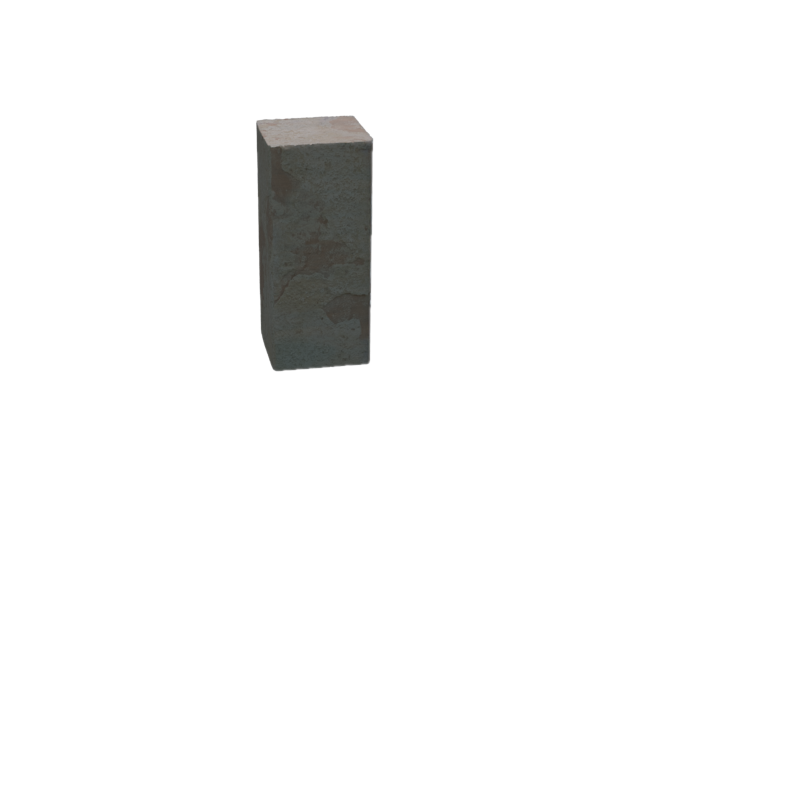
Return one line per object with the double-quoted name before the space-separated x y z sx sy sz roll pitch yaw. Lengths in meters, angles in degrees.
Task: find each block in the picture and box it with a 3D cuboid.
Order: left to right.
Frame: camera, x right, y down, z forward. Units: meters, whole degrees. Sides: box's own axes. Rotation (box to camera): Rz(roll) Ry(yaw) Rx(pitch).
"block" -0.077 -0.140 0.982 0.089 0.196 0.096 -3 23 -11
